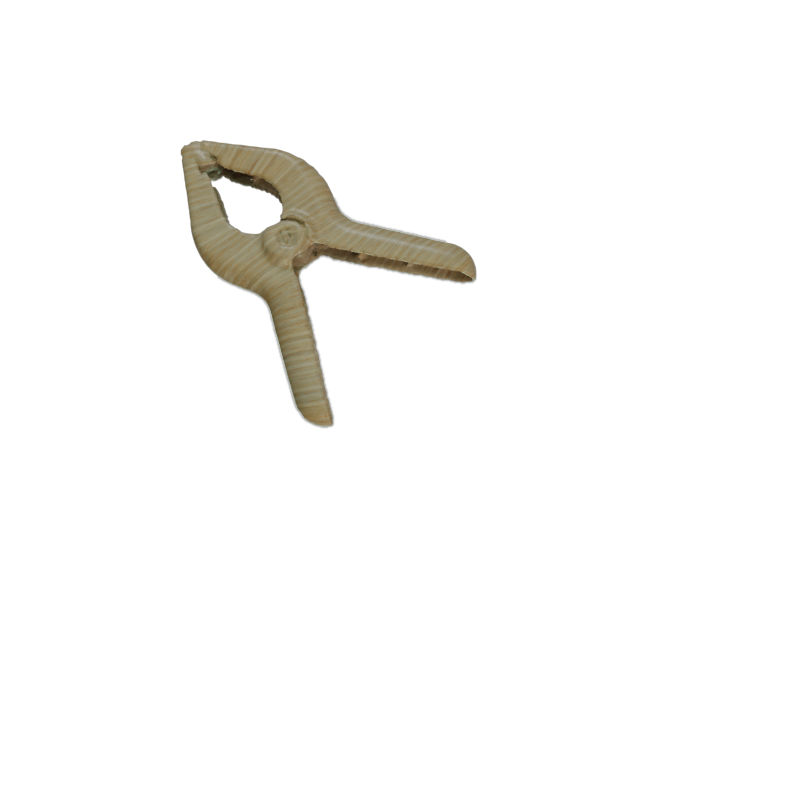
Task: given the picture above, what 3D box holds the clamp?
[{"bbox_3d":[-0.047,-0.085,0.596,0.120,0.179,0.037,-35,-16,-12],"label":"clamp"}]
